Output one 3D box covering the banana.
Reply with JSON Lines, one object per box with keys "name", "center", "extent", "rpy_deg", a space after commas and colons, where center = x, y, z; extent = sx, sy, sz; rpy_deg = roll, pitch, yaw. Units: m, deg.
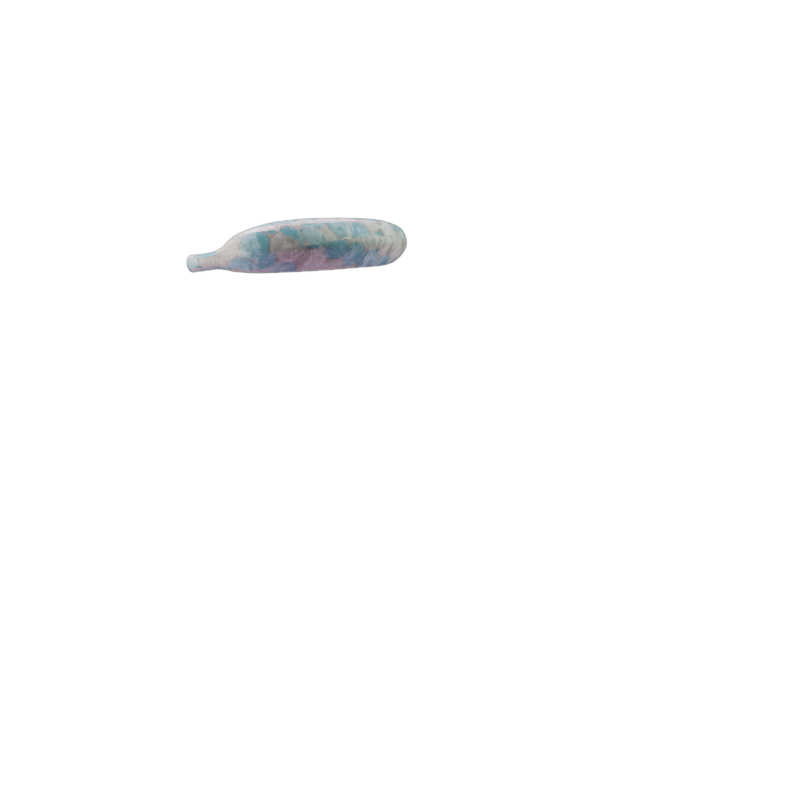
{"name": "banana", "center": [-0.053, -0.112, 0.787], "extent": [0.192, 0.036, 0.073], "rpy_deg": [-10, 13, -42]}
